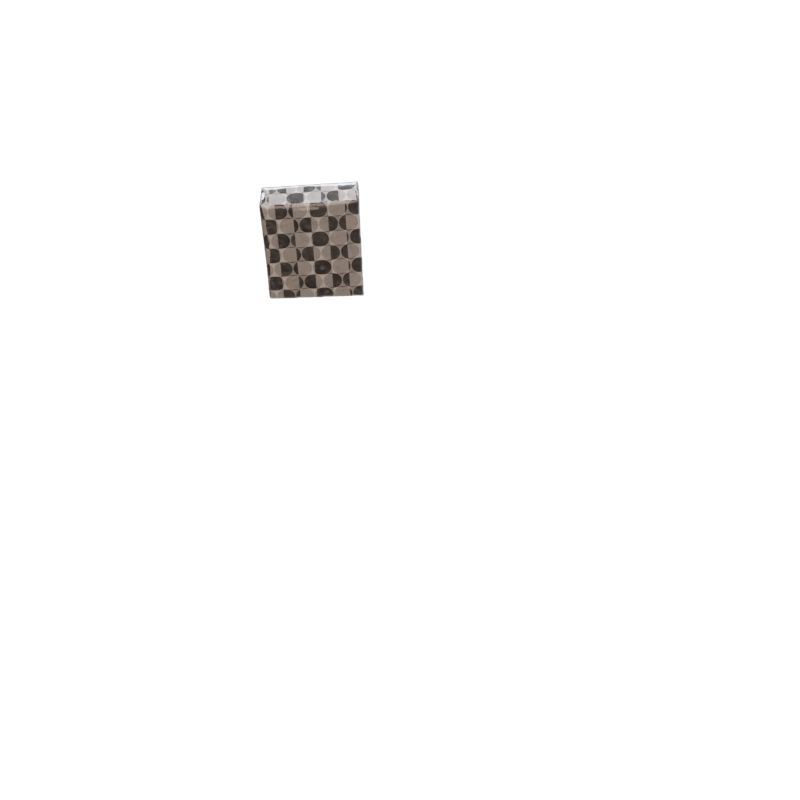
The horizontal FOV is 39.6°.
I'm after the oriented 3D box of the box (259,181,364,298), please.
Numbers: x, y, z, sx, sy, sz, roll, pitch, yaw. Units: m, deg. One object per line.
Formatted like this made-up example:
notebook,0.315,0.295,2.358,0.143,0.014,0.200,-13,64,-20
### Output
box,-0.066,-0.119,0.838,0.073,0.083,0.032,-2,37,1
